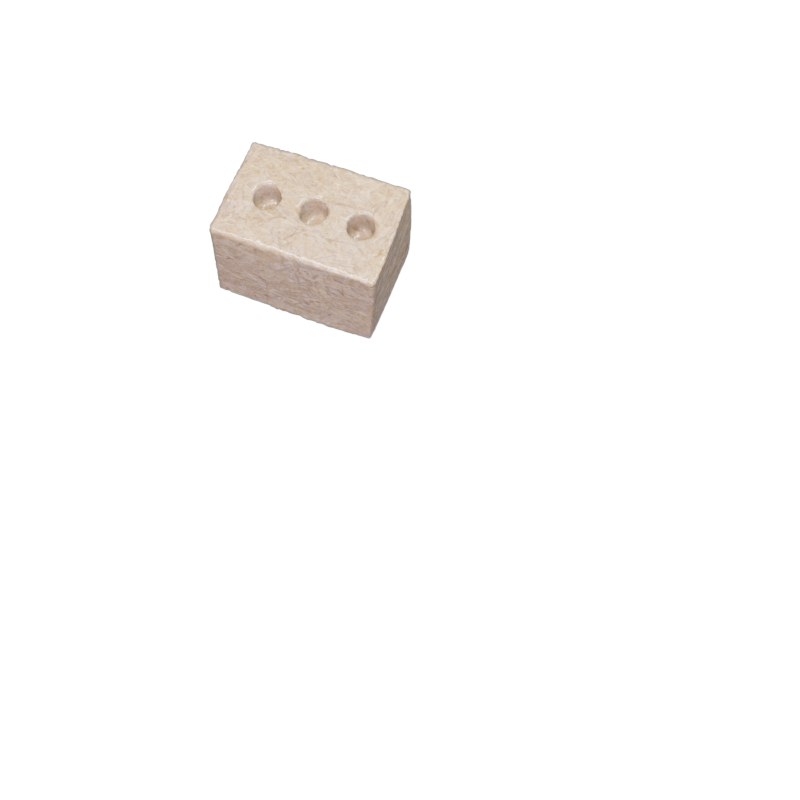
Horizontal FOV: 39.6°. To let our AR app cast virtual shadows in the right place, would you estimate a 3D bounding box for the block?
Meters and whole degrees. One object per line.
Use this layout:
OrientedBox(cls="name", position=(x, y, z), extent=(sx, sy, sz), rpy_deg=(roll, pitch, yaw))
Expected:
OrientedBox(cls="block", position=(-0.039, -0.071, 0.499), extent=(0.079, 0.055, 0.048), rpy_deg=(18, -28, 9))
